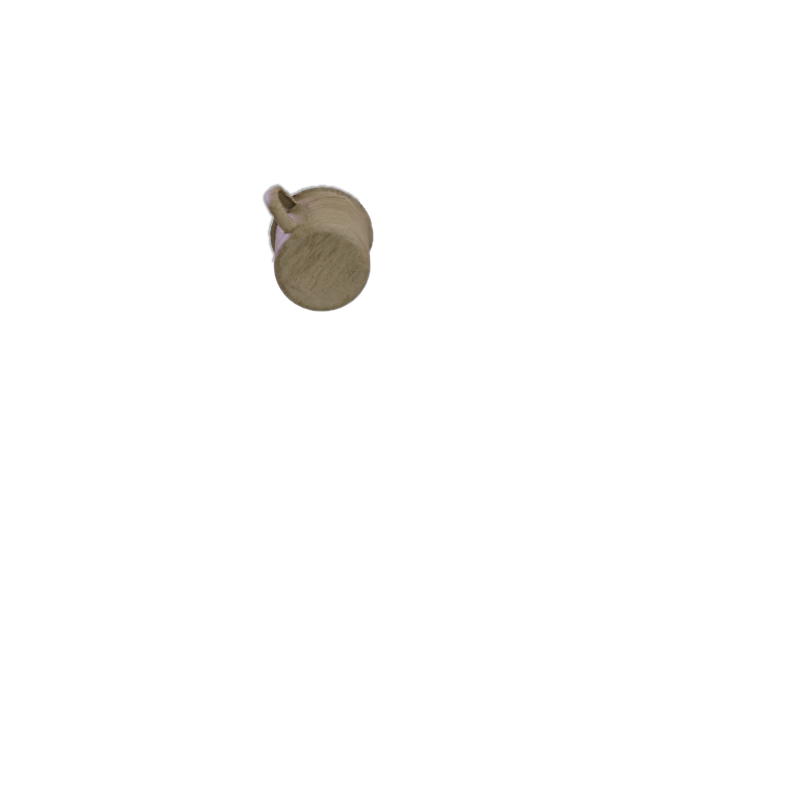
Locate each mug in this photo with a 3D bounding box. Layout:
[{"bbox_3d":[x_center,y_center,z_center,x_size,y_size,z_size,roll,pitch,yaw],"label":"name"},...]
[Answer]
[{"bbox_3d":[-0.075,-0.136,0.954,0.093,0.112,0.086,-35,21,13],"label":"mug"}]
